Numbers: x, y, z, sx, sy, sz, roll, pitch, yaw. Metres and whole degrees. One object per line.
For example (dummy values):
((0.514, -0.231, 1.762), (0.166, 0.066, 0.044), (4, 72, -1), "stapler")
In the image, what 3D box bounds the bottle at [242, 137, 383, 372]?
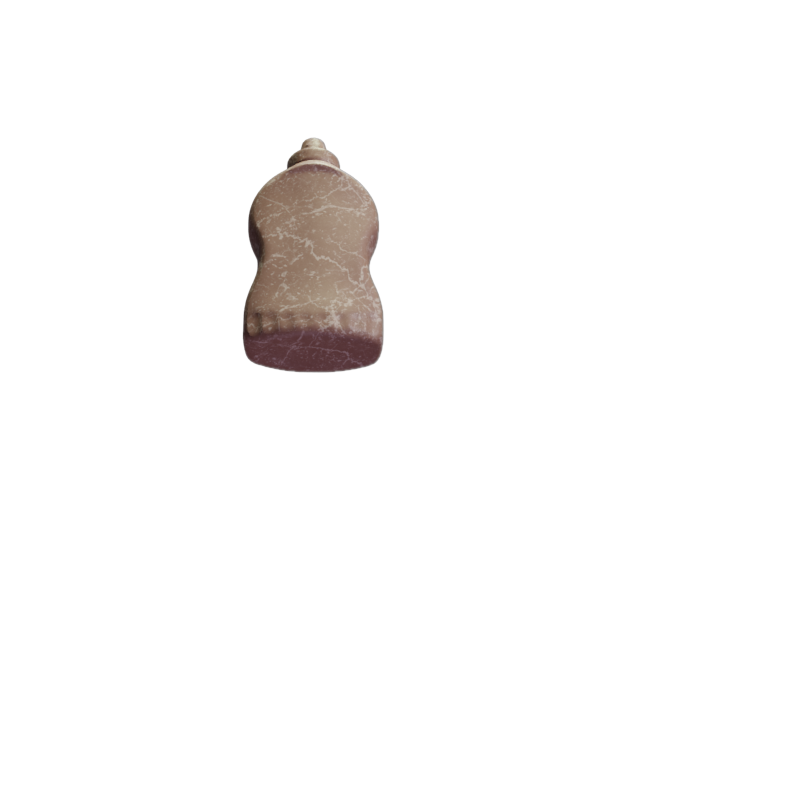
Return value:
((-0.063, -0.115, 0.807), (0.096, 0.205, 0.055), (-1, -34, -1), "bottle")
